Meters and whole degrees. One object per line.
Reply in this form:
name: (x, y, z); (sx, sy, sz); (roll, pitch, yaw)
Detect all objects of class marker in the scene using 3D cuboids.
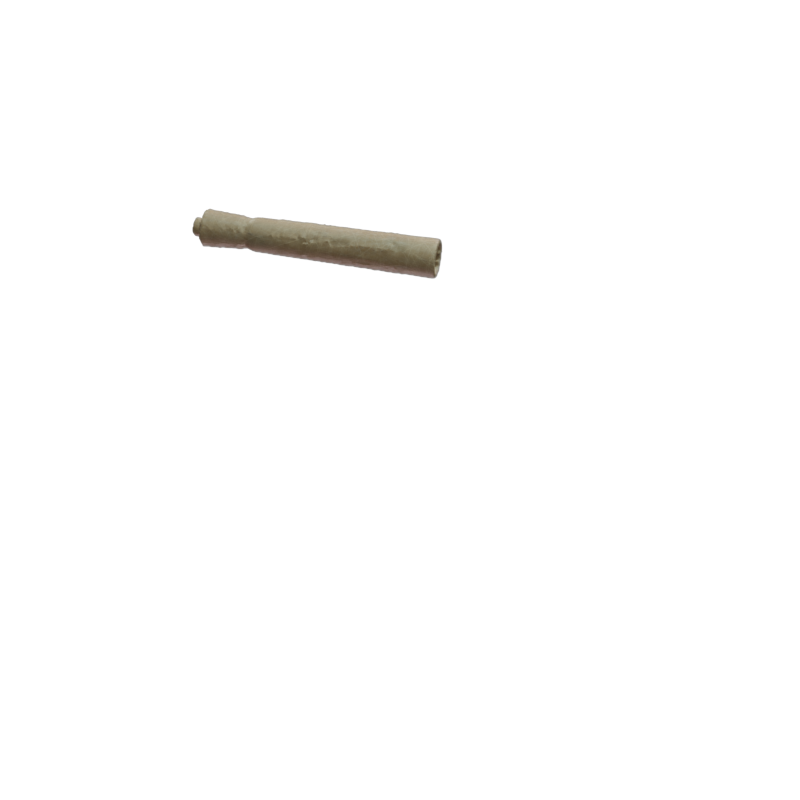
marker: (-0.041, -0.075, 0.527); (0.124, 0.020, 0.019); (10, 6, 15)
